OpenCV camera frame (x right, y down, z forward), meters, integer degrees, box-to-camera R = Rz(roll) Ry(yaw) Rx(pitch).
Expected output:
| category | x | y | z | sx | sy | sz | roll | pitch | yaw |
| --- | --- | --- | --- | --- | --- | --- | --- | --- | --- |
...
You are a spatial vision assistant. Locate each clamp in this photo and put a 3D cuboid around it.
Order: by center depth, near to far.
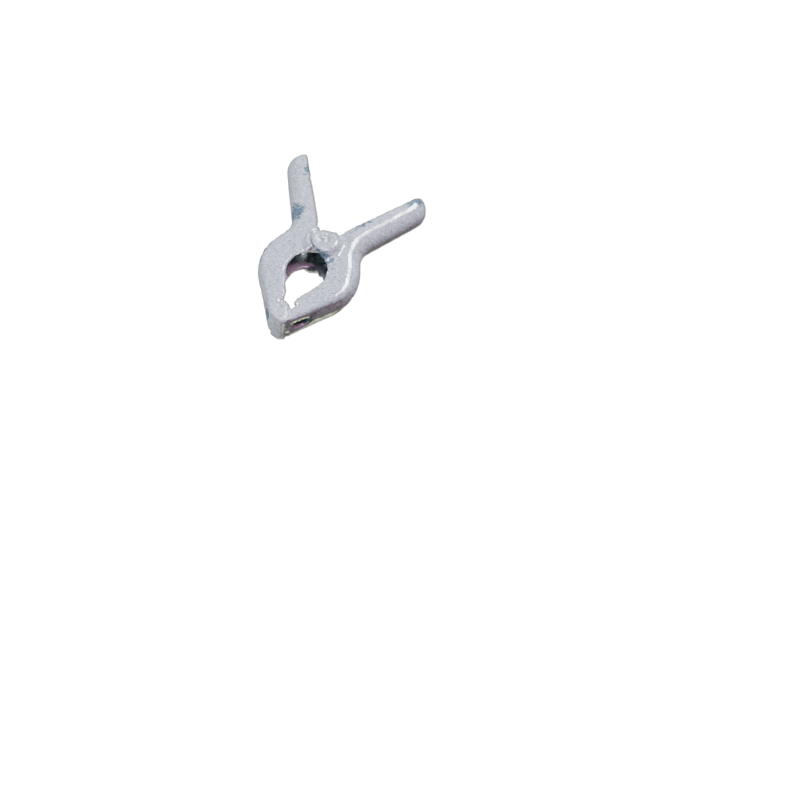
| category | x | y | z | sx | sy | sz | roll | pitch | yaw |
| --- | --- | --- | --- | --- | --- | --- | --- | --- | --- |
| clamp | -0.069 | -0.126 | 0.880 | 0.125 | 0.176 | 0.036 | 25 | -35 | 19 |
